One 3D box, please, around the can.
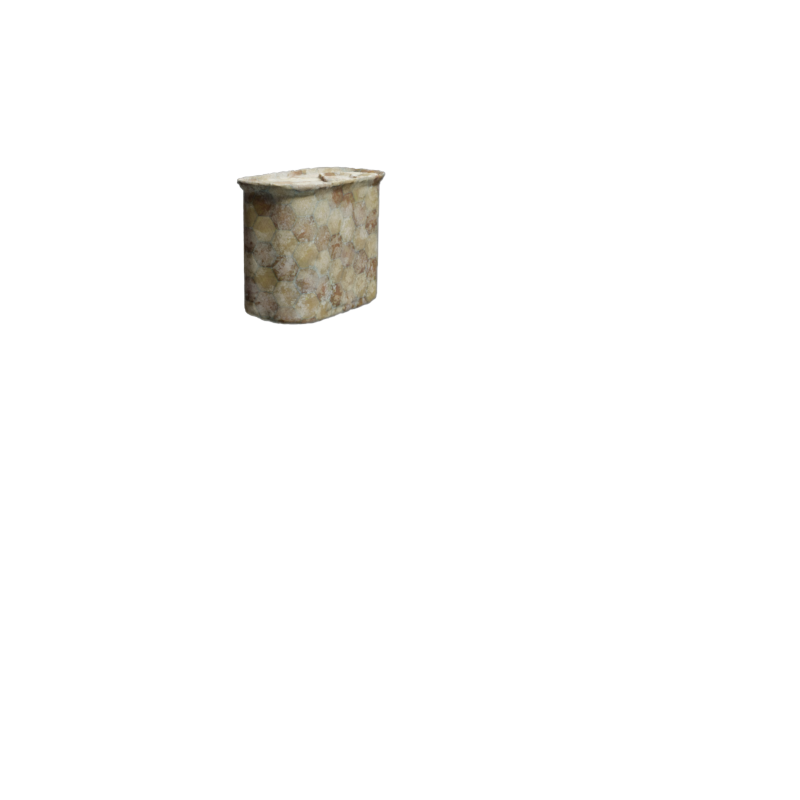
[{"bbox_3d":[-0.054,-0.098,0.687,0.060,0.081,0.100,8,17,31],"label":"can"}]
